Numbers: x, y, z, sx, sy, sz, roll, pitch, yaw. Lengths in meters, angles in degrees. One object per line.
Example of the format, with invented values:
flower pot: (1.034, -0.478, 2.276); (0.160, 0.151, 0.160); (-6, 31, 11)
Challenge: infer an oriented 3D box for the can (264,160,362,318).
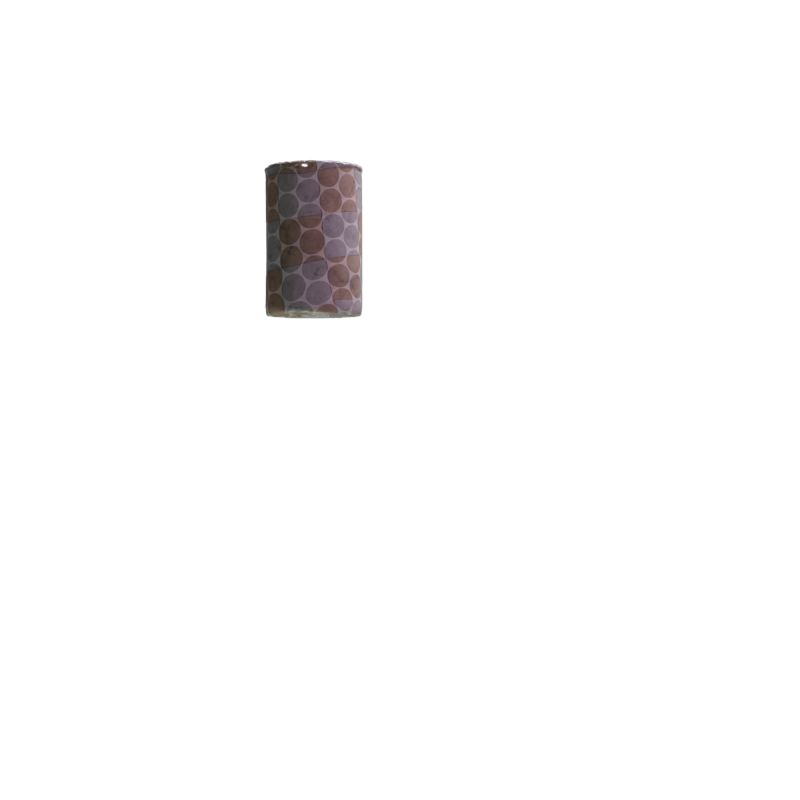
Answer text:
can: (-0.059, -0.108, 0.759); (0.068, 0.104, 0.068); (0, -4, -2)
